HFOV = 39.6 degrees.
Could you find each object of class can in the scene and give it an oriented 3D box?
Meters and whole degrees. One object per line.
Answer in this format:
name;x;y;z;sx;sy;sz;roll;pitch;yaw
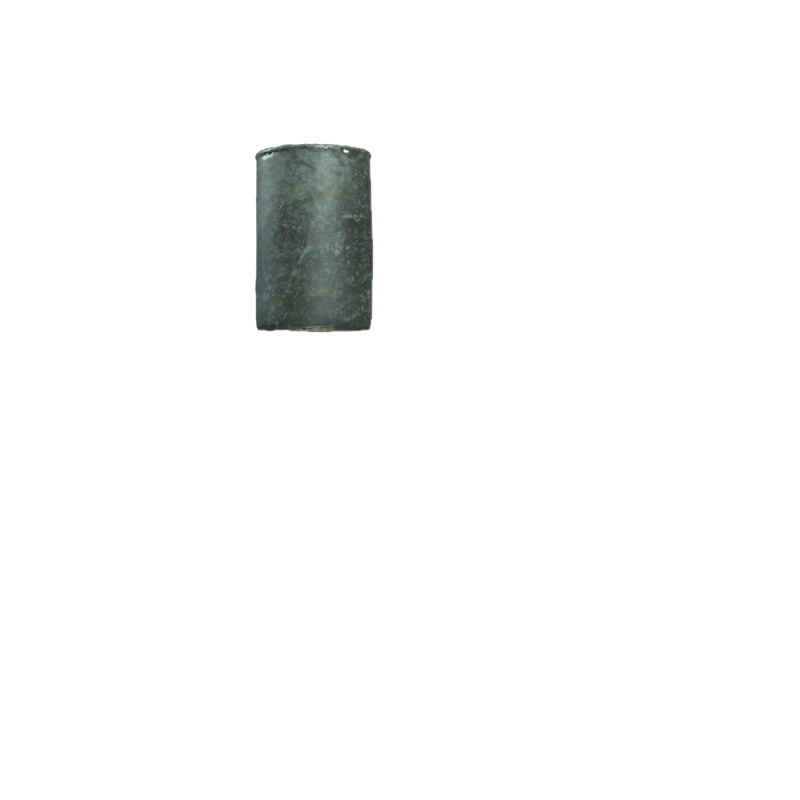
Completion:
can;-0.050;-0.091;0.640;0.068;0.104;0.068;0;-4;-2
